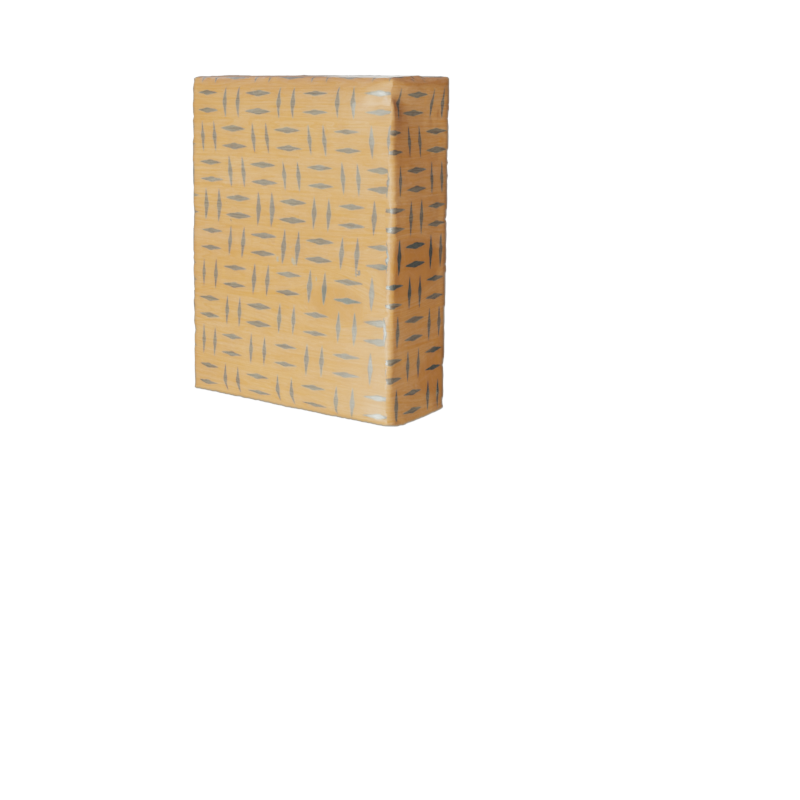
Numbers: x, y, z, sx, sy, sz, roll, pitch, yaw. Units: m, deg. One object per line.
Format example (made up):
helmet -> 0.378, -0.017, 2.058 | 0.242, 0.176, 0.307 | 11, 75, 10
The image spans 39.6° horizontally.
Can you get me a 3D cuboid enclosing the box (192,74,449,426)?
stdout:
box -> -0.056, -0.103, 0.719 | 0.172, 0.209, 0.070 | 9, 12, 35
